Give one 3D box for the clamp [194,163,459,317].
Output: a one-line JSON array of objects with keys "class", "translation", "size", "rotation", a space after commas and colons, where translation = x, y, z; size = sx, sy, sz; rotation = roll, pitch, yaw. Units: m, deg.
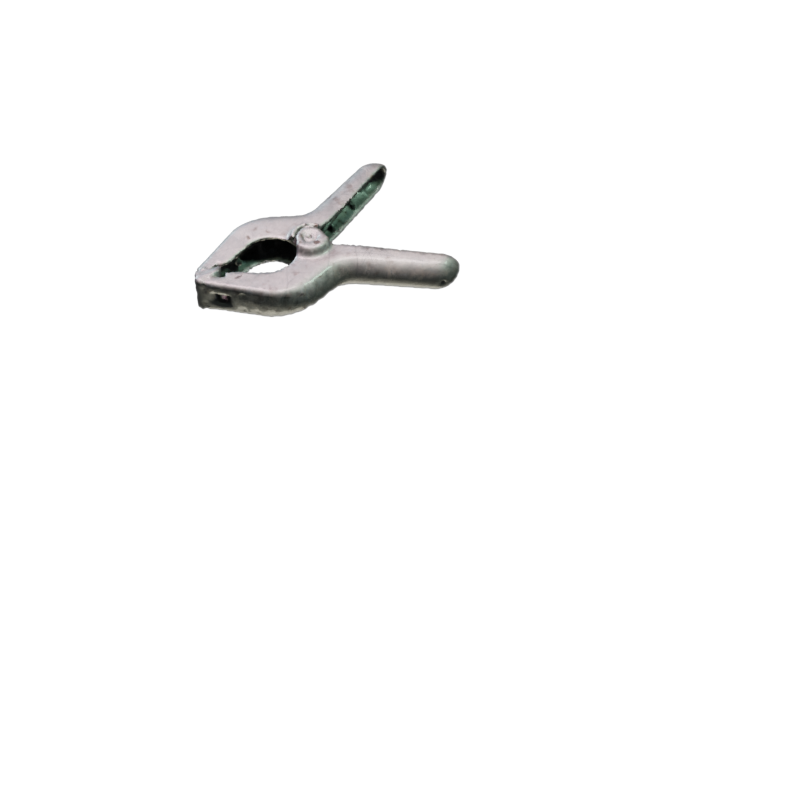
[{"class": "clamp", "translation": [-0.059, -0.107, 0.749], "size": [0.169, 0.036, 0.130], "rotation": [-12, 44, -12]}]
